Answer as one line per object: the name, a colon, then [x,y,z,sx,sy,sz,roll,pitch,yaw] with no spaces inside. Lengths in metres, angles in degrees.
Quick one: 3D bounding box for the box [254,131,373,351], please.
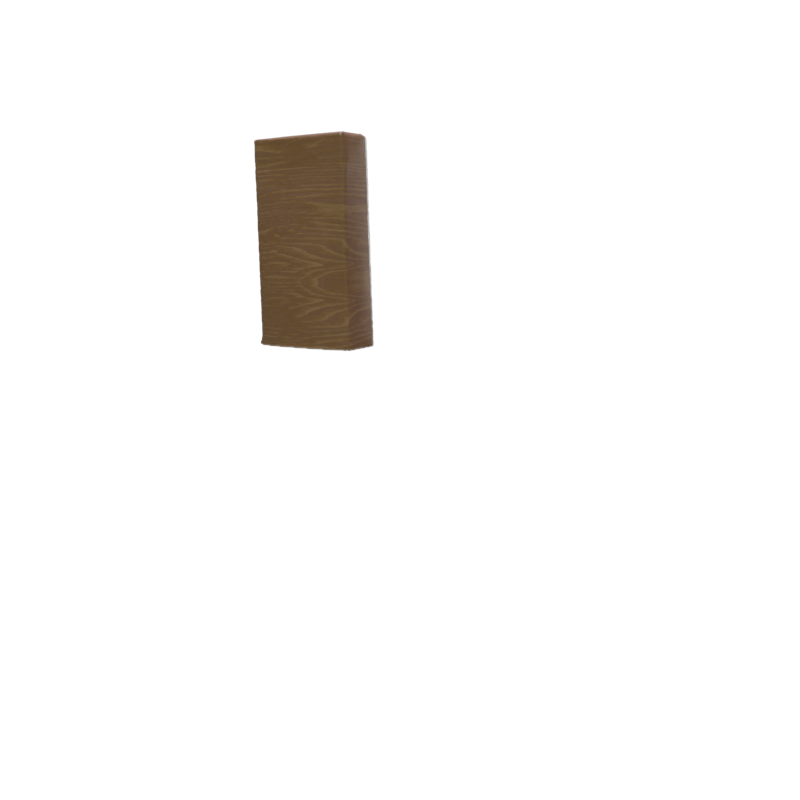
box: [-0.072,-0.132,0.922,0.097,0.177,0.046,0,0,34]
